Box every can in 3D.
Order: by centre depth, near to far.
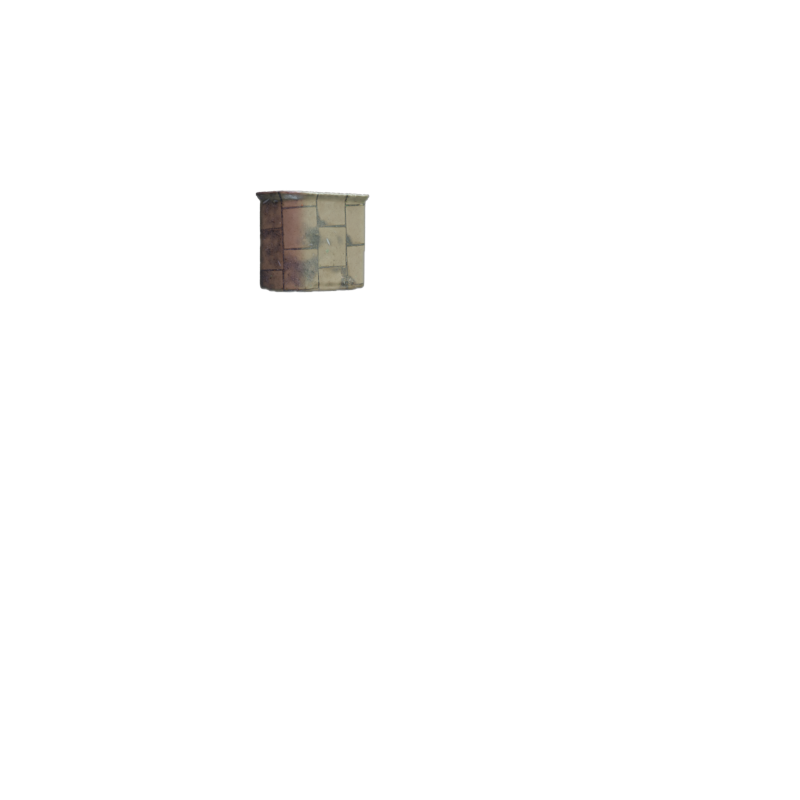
[{"bbox_3d":[-0.075,-0.136,0.953,0.060,0.083,0.098,3,5,44],"label":"can"}]
